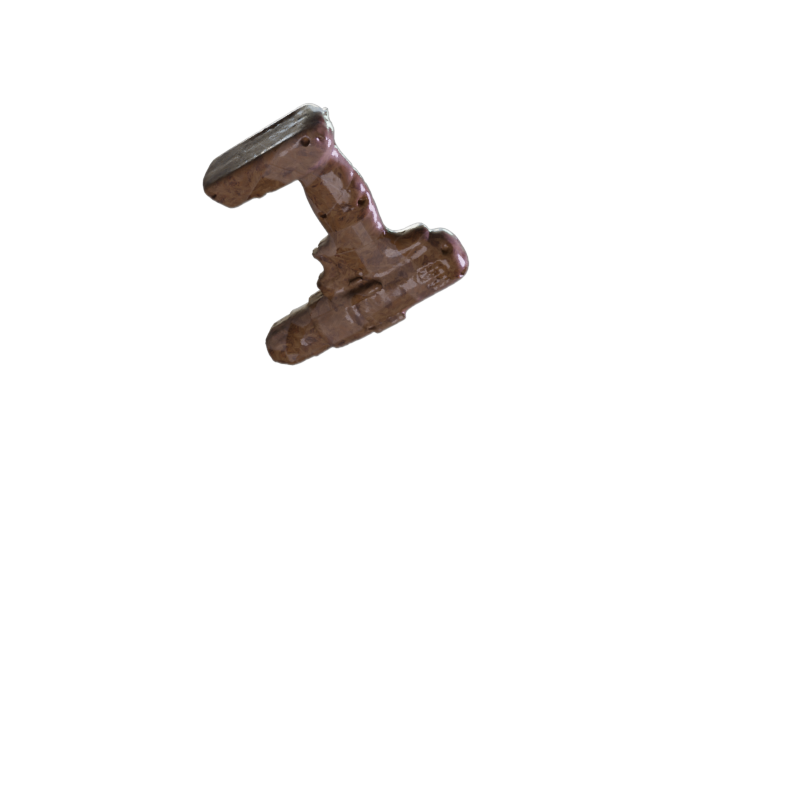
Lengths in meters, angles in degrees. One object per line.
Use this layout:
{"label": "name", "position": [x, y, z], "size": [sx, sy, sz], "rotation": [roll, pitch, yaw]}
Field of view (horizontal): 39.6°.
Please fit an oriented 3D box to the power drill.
{"label": "power drill", "position": [-0.067, -0.122, 0.857], "size": [0.184, 0.176, 0.061], "rotation": [-29, 31, 19]}
